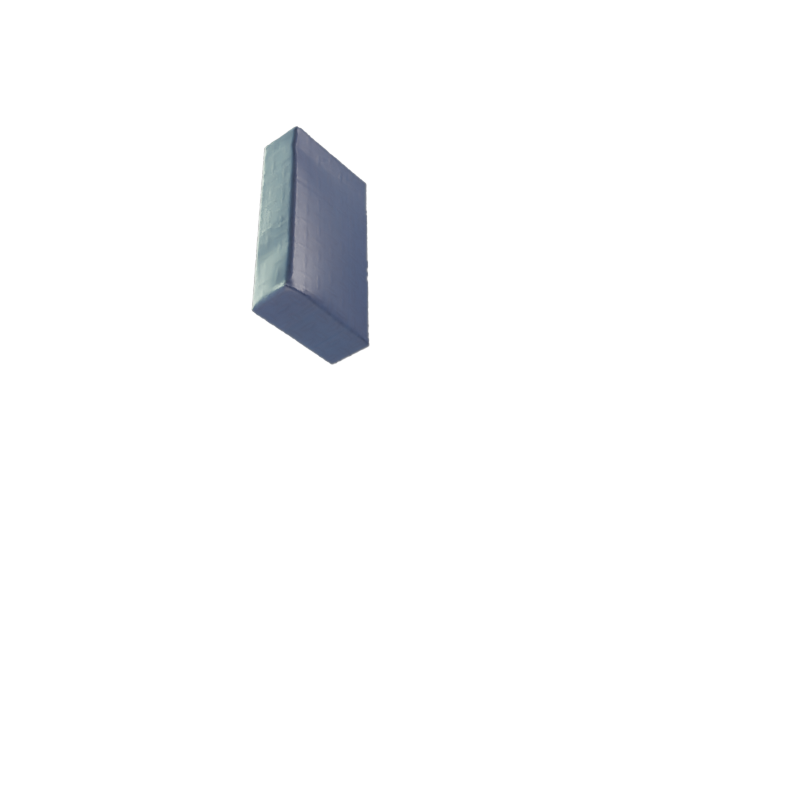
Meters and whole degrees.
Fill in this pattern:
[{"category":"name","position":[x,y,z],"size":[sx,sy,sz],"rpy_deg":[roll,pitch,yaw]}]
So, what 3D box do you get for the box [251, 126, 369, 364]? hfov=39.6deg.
[{"category":"box","position":[-0.069,-0.126,0.882],"size":[0.048,0.189,0.087],"rpy_deg":[-31,-48,28]}]
